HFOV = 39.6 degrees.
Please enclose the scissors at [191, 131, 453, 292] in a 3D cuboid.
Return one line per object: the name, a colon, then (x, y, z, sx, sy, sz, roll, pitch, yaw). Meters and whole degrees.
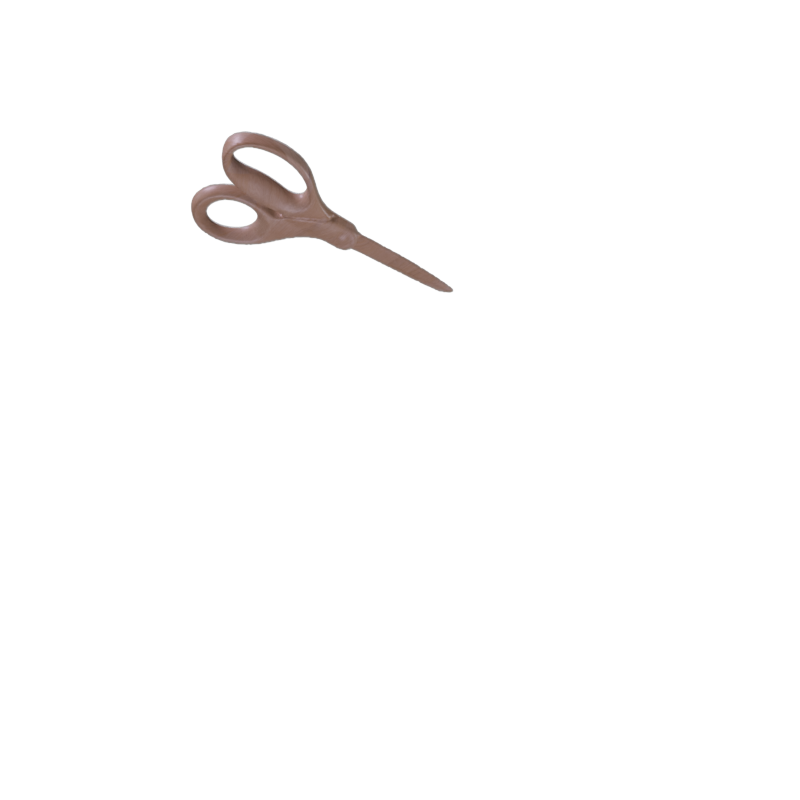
scissors: (-0.059, -0.108, 0.757, 0.096, 0.017, 0.188, -28, -50, 27)
